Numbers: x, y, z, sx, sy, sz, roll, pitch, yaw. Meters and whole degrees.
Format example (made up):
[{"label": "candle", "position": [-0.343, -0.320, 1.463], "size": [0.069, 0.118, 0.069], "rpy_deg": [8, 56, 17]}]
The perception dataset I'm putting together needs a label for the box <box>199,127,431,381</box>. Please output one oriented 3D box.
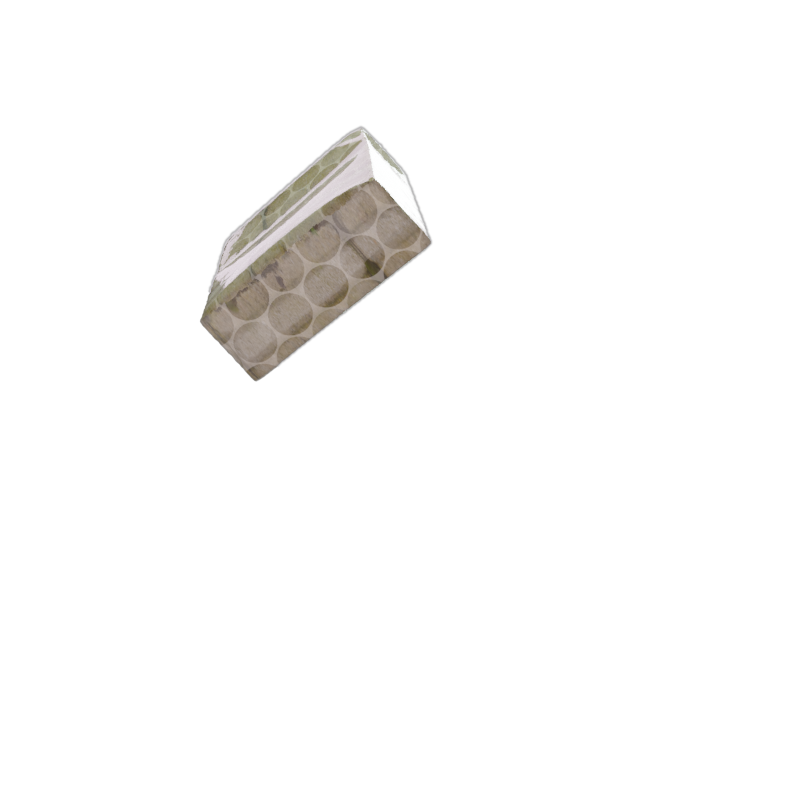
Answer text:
[{"label": "box", "position": [-0.068, -0.124, 0.871], "size": [0.163, 0.069, 0.224], "rpy_deg": [-38, 20, 11]}]
